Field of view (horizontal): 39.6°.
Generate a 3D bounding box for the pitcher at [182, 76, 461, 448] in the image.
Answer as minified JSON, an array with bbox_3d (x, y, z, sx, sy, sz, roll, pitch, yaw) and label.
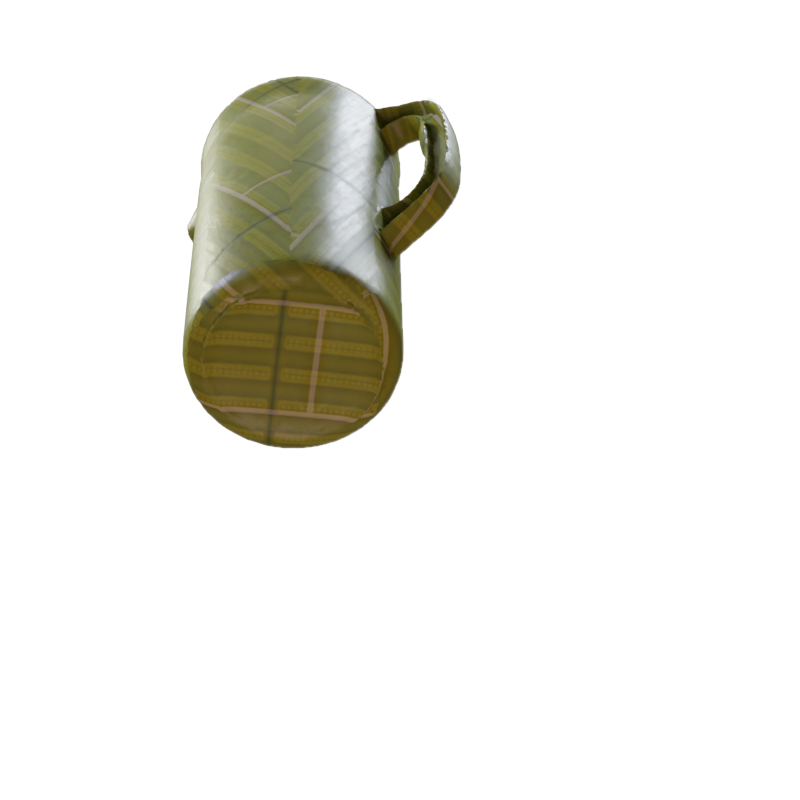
[{"bbox_3d":[-0.050,-0.090,0.633,0.142,0.143,0.259,14,30,-12],"label":"pitcher"}]
